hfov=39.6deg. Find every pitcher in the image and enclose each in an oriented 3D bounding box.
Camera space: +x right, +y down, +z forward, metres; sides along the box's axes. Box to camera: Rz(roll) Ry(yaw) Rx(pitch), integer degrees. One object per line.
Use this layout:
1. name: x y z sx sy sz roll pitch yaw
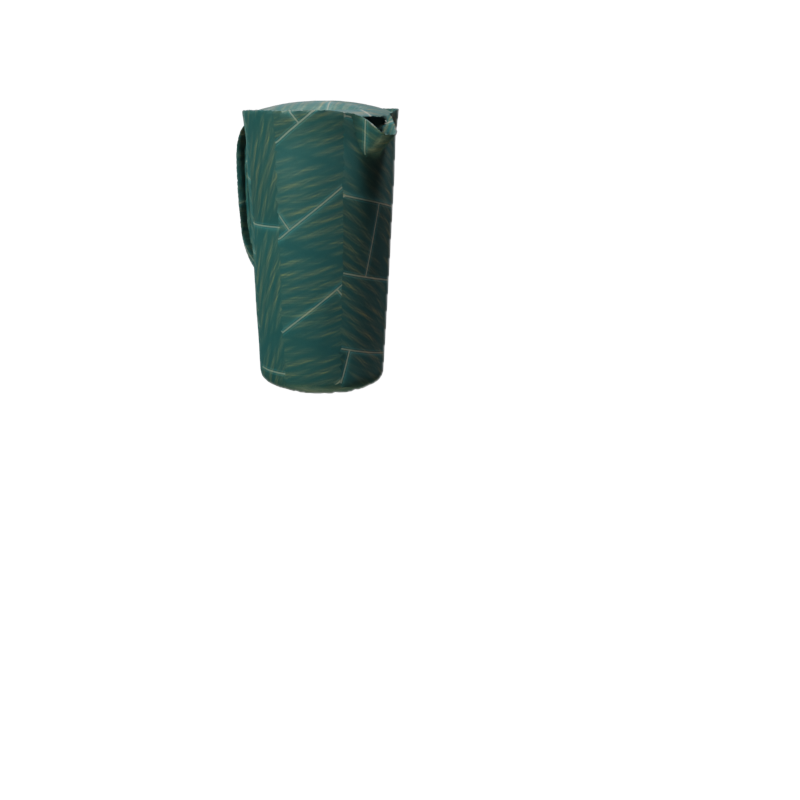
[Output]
1. pitcher: -0.075 -0.137 0.963 0.145 0.238 0.152 0 10 -1
